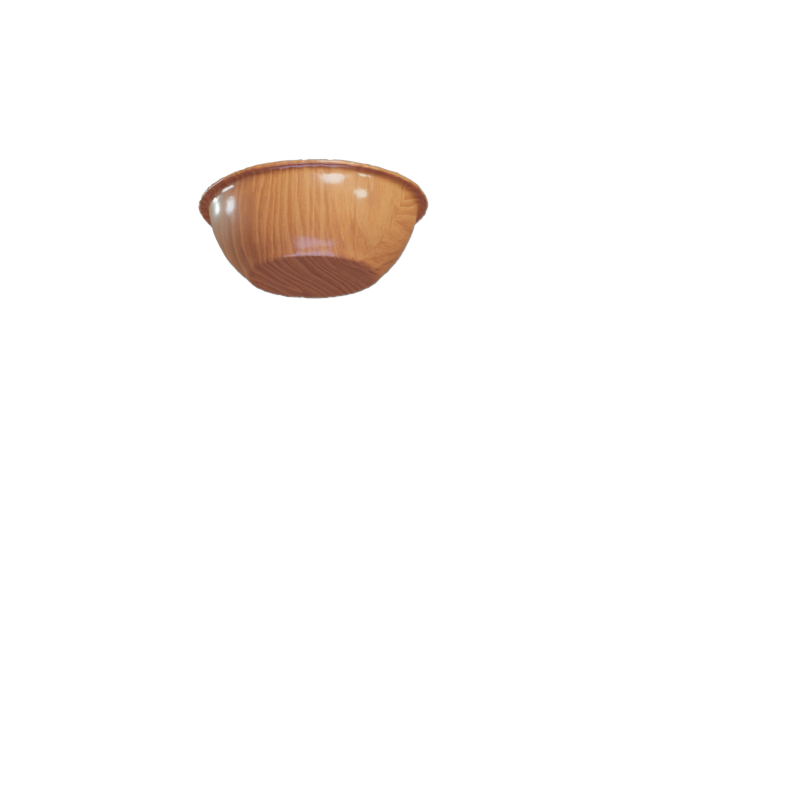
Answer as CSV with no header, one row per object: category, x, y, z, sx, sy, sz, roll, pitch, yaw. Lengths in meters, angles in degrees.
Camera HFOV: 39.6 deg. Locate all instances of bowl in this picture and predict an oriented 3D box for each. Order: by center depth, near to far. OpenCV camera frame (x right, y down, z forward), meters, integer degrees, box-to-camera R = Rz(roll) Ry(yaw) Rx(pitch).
bowl,-0.061,-0.111,0.775,0.162,0.057,0.156,0,-14,-2
